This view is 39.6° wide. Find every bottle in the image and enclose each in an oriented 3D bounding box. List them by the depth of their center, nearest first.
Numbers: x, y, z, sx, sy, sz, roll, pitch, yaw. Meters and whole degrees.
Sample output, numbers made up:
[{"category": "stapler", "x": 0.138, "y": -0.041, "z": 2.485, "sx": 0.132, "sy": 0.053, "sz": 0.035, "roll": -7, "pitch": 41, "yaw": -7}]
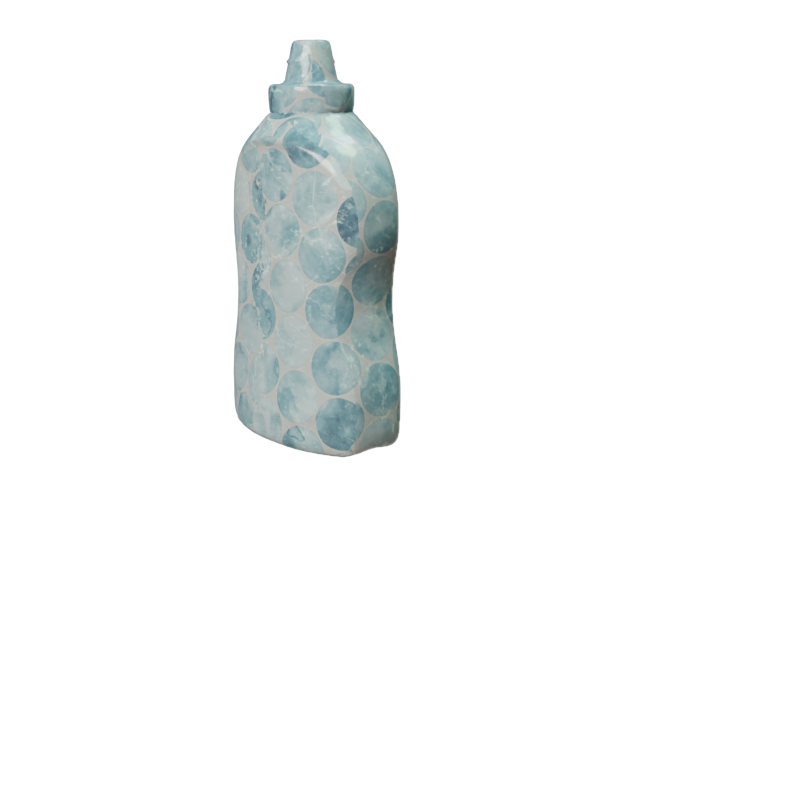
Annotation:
[{"category": "bottle", "x": -0.042, "y": -0.076, "z": 0.536, "sx": 0.057, "sy": 0.188, "sz": 0.101, "roll": -6, "pitch": 12, "yaw": -39}]
